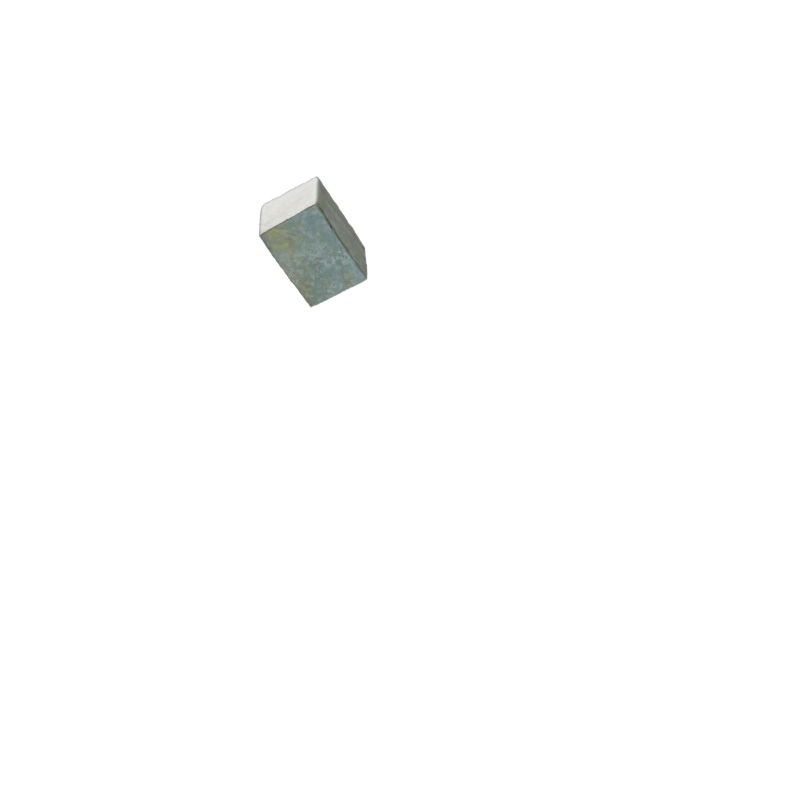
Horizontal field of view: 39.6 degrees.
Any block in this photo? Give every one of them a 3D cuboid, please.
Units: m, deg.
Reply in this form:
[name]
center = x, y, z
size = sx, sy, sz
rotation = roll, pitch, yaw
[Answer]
[block]
center = -0.067, -0.122, 0.852
size = 0.053, 0.073, 0.055
rotation = -26, 30, 14
